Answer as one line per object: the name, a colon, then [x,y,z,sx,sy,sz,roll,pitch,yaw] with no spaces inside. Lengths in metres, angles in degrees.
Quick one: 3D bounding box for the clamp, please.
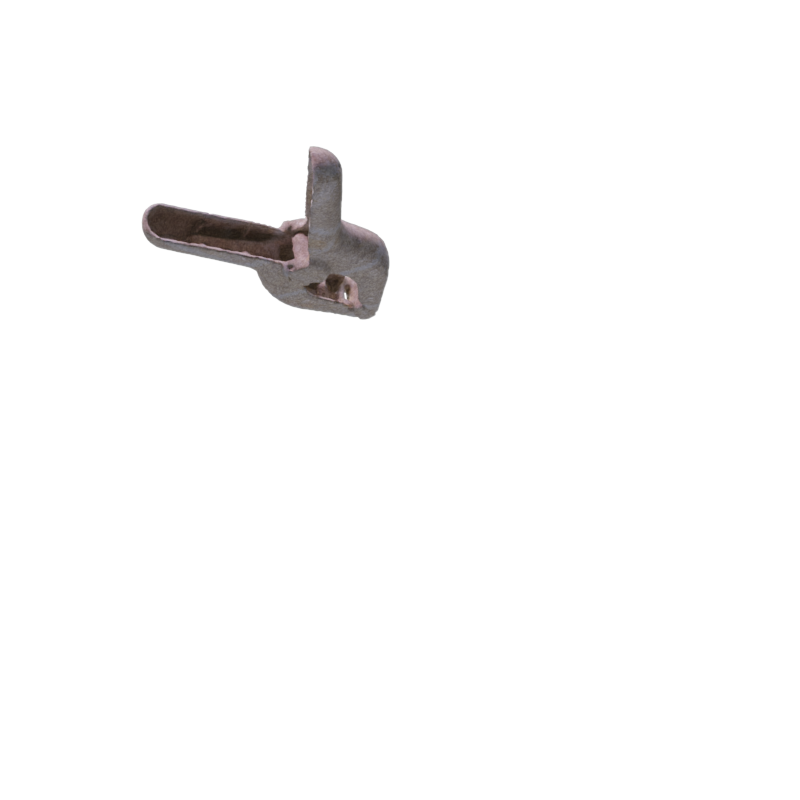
clamp: [-0.050,-0.091,0.641,0.122,0.041,0.161,-12,-20,35]
